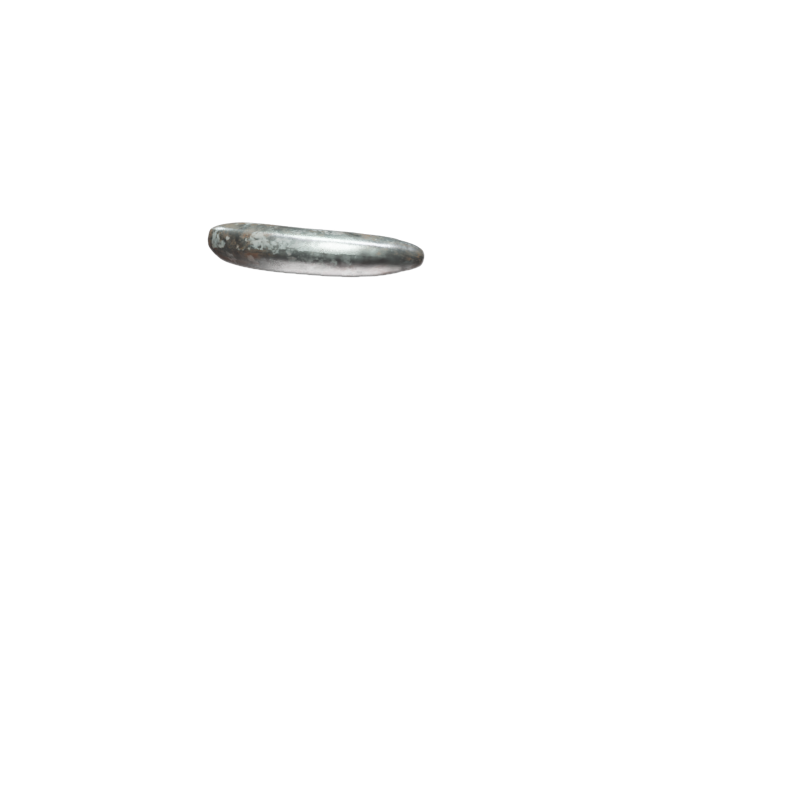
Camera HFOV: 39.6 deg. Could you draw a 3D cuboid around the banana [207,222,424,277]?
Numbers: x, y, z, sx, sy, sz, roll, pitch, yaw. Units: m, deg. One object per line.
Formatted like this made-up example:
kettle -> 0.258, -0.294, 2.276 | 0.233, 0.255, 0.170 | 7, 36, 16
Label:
banana -> -0.082, -0.126, 0.908 | 0.205, 0.035, 0.070 | 10, 23, 23
